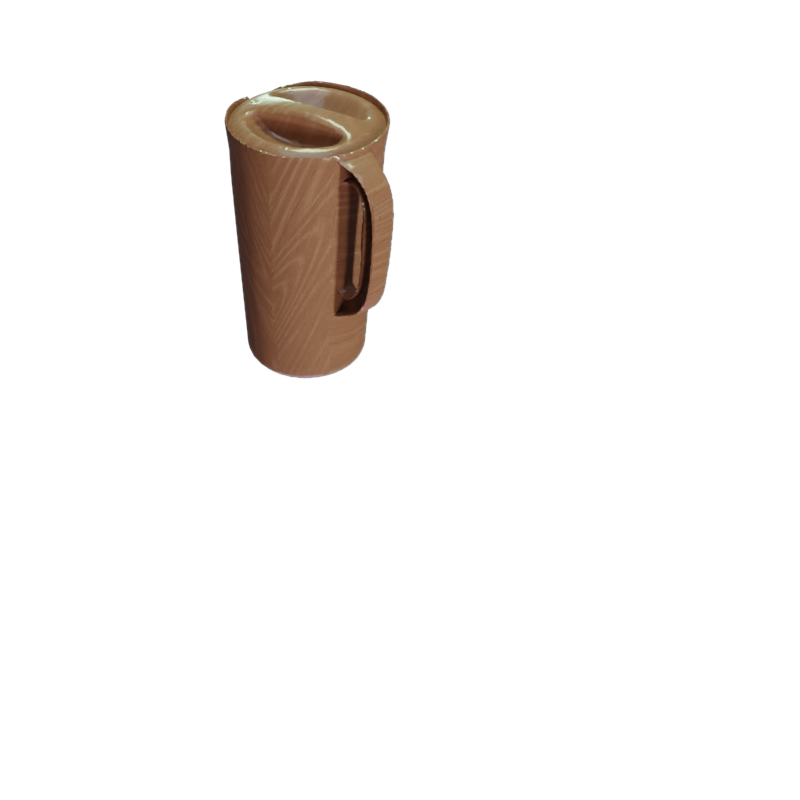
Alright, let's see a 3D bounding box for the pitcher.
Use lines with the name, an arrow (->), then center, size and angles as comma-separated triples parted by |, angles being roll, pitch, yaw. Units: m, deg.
pitcher -> -0.074, -0.135, 0.944 | 0.146, 0.227, 0.158 | 6, 38, 5
